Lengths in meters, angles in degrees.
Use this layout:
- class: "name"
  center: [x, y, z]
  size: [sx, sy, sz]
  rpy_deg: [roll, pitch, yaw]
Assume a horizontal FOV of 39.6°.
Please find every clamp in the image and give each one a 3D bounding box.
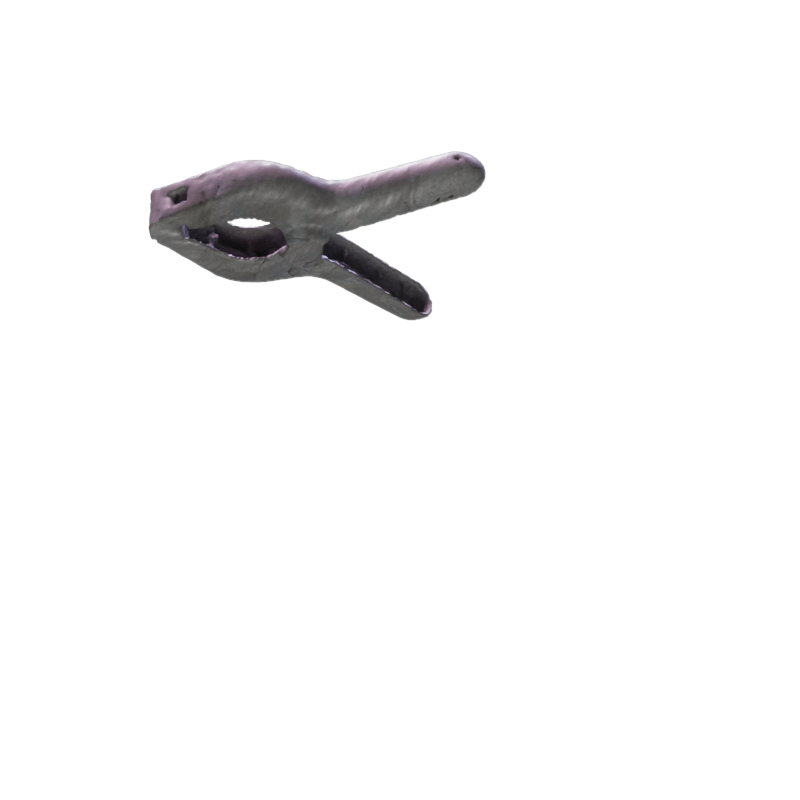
- class: "clamp"
  center: [-0.047, -0.085, 0.594]
  size: [0.171, 0.042, 0.112]
  rpy_deg: [2, -45, -2]
